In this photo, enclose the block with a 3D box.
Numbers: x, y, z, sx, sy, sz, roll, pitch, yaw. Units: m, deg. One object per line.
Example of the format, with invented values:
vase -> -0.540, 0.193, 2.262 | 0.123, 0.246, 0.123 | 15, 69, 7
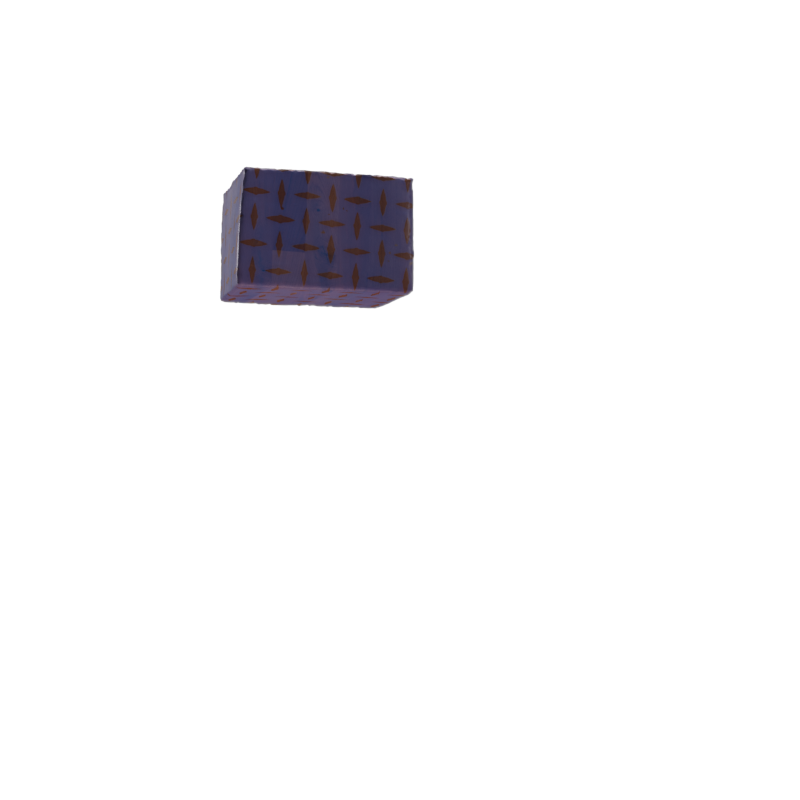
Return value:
block -> -0.039, -0.070, 0.493 | 0.076, 0.052, 0.053 | 1, -7, -16
